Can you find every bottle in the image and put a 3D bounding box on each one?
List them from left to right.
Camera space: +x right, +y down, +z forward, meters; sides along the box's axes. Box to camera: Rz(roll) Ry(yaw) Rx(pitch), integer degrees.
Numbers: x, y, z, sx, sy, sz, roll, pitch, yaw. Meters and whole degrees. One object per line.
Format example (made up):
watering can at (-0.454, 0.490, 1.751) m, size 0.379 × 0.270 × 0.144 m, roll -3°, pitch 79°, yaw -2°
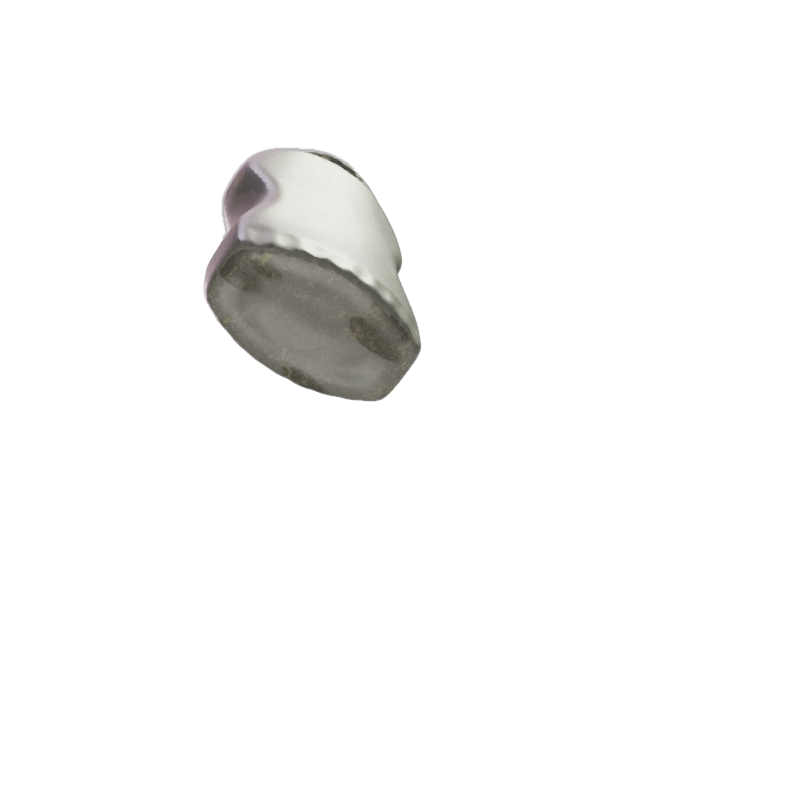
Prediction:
bottle at (-0.043, -0.079, 0.549) m, size 0.093 × 0.057 × 0.203 m, roll 28°, pitch 23°, yaw -17°
